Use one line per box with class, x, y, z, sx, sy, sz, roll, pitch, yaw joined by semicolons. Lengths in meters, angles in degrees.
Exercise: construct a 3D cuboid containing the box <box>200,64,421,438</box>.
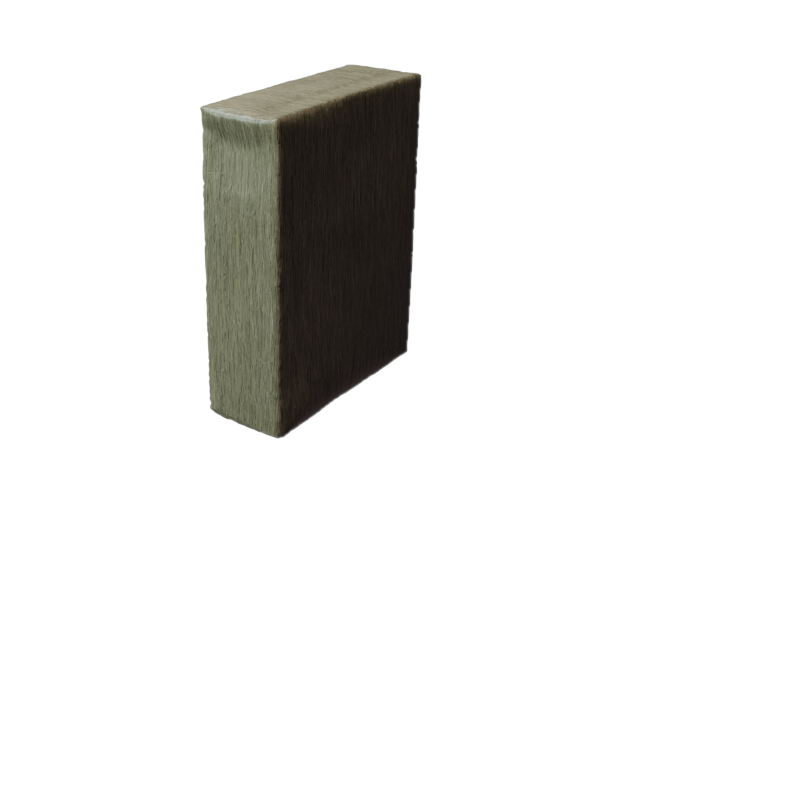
box;-0.059;-0.107;0.753;0.075;0.204;0.164;15;27;29
